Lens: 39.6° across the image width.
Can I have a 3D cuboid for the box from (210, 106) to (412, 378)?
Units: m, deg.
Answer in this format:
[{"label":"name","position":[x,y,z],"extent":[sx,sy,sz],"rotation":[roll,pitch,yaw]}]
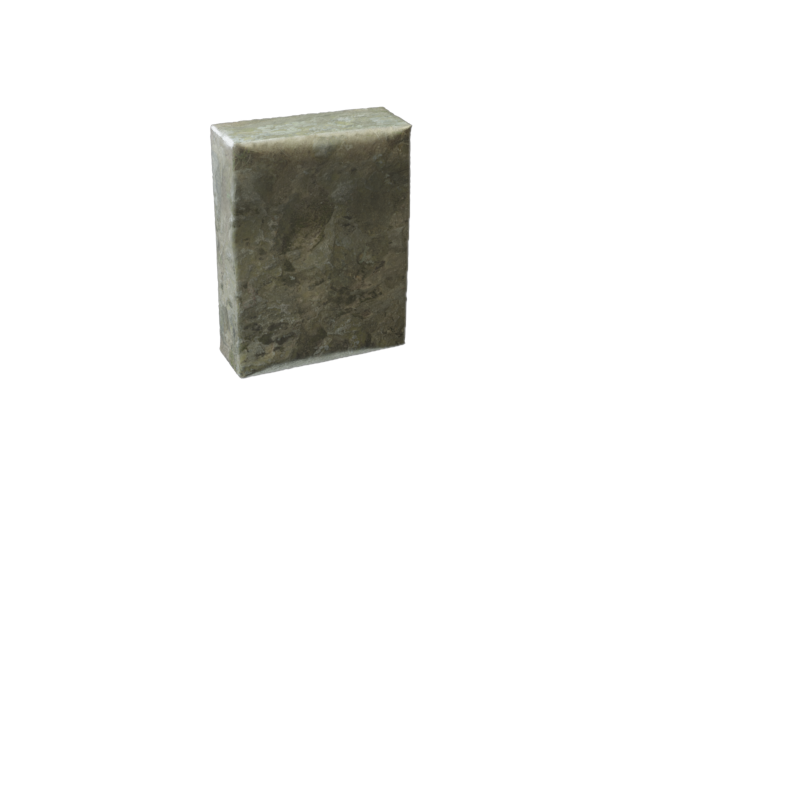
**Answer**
[{"label":"box","position":[-0.076,-0.138,0.969],"extent":[0.161,0.203,0.077],"rotation":[-10,26,-22]}]
